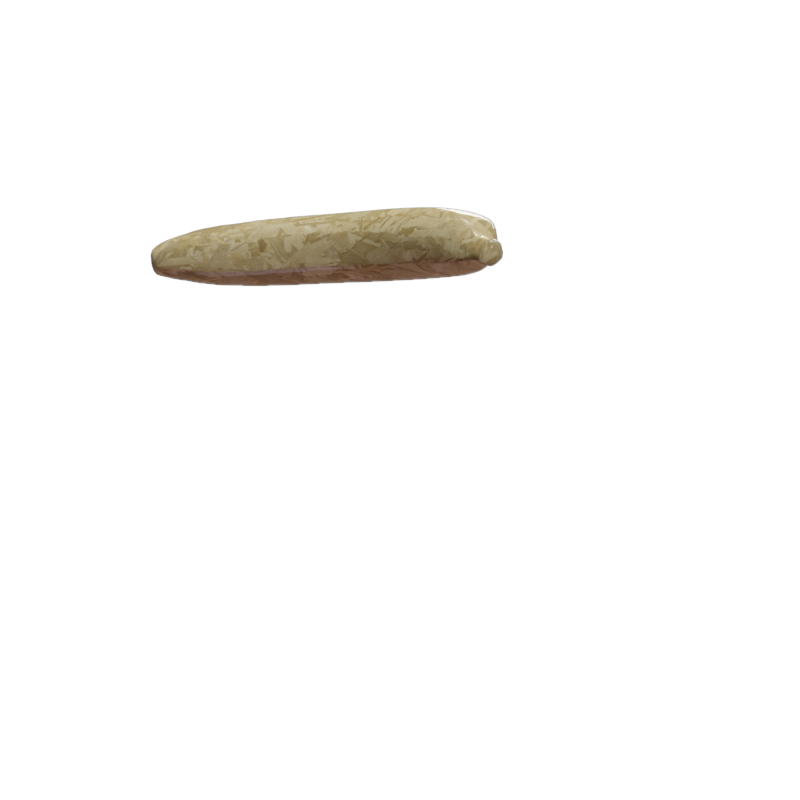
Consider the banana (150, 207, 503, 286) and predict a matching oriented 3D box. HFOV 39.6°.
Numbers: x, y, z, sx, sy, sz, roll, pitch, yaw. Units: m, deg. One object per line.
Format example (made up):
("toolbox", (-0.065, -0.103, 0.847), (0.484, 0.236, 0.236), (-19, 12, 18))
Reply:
("banana", (-0.031, -0.079, 0.564), (0.204, 0.037, 0.067), (0, -1, 29))
